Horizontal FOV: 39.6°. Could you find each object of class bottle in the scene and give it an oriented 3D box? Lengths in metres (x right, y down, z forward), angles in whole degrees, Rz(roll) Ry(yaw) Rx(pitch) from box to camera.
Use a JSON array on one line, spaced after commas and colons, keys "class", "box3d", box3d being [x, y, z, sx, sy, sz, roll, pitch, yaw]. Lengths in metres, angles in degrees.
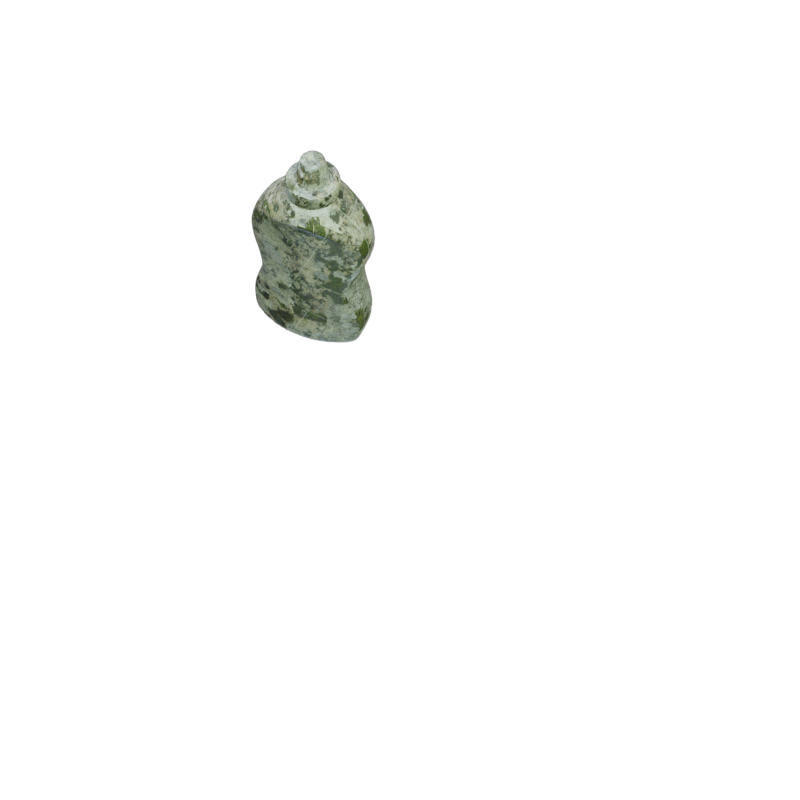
[{"class": "bottle", "box3d": [-0.068, -0.123, 0.863, 0.099, 0.061, 0.179, 23, -32, 12]}]
